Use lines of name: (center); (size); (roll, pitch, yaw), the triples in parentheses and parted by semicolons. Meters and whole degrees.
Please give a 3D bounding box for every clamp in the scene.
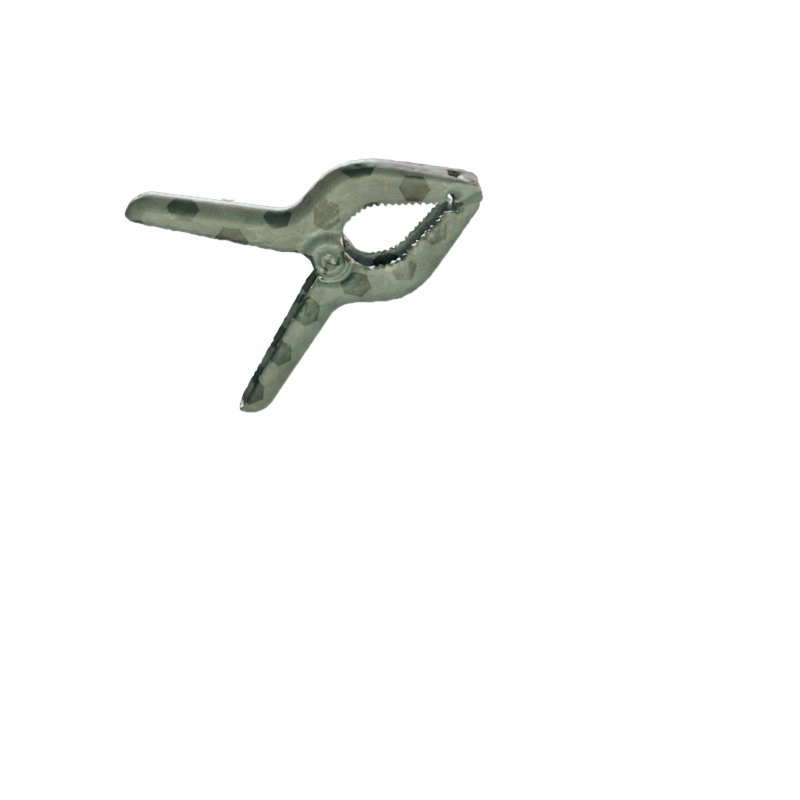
clamp: (-0.053, -0.097, 0.683); (0.210, 0.156, 0.038); (-29, 23, 13)
